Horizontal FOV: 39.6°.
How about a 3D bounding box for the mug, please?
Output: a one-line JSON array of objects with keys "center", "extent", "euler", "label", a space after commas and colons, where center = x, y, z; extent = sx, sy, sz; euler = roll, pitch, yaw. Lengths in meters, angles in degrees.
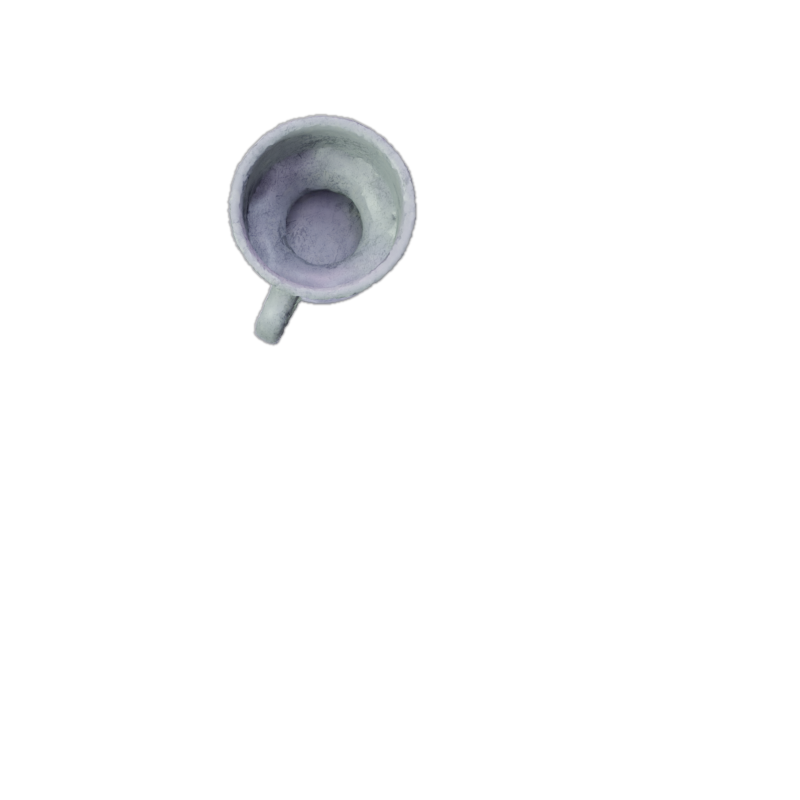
[{"center": [-0.046, -0.083, 0.584], "extent": [0.094, 0.119, 0.080], "euler": [22, -7, 1], "label": "mug"}]
